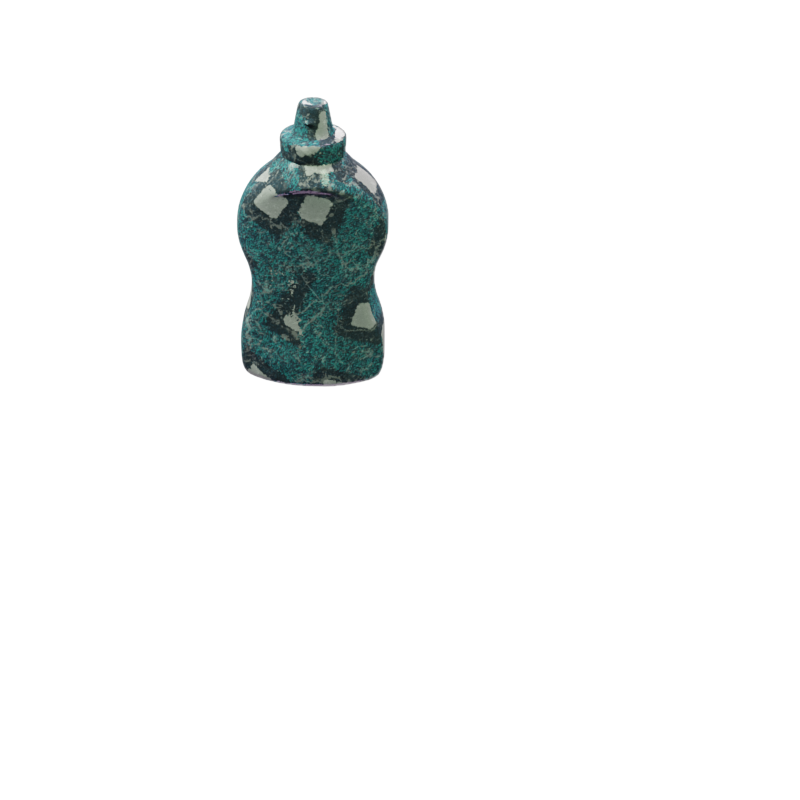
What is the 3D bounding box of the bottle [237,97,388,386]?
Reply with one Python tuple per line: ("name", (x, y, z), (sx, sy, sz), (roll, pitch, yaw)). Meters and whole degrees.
("bottle", (-0.056, -0.102, 0.713), (0.097, 0.180, 0.062), (4, 30, 3))
